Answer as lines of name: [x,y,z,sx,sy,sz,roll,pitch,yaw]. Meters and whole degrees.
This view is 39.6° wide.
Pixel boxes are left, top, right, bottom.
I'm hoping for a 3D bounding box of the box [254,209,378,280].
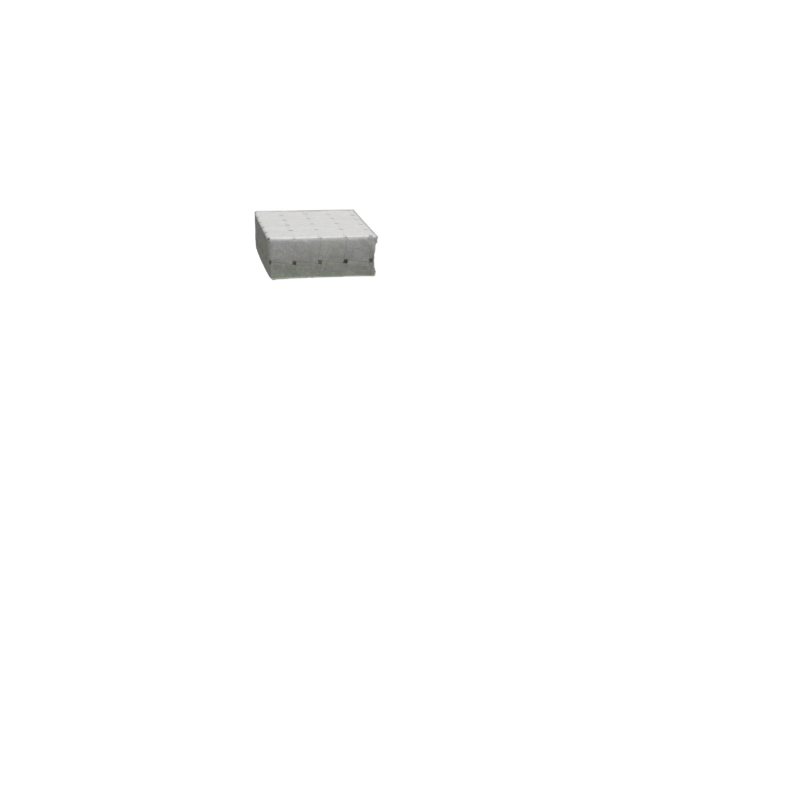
box: [-0.073,-0.133,0.934,0.089,0.037,0.120,-4,22,-10]
